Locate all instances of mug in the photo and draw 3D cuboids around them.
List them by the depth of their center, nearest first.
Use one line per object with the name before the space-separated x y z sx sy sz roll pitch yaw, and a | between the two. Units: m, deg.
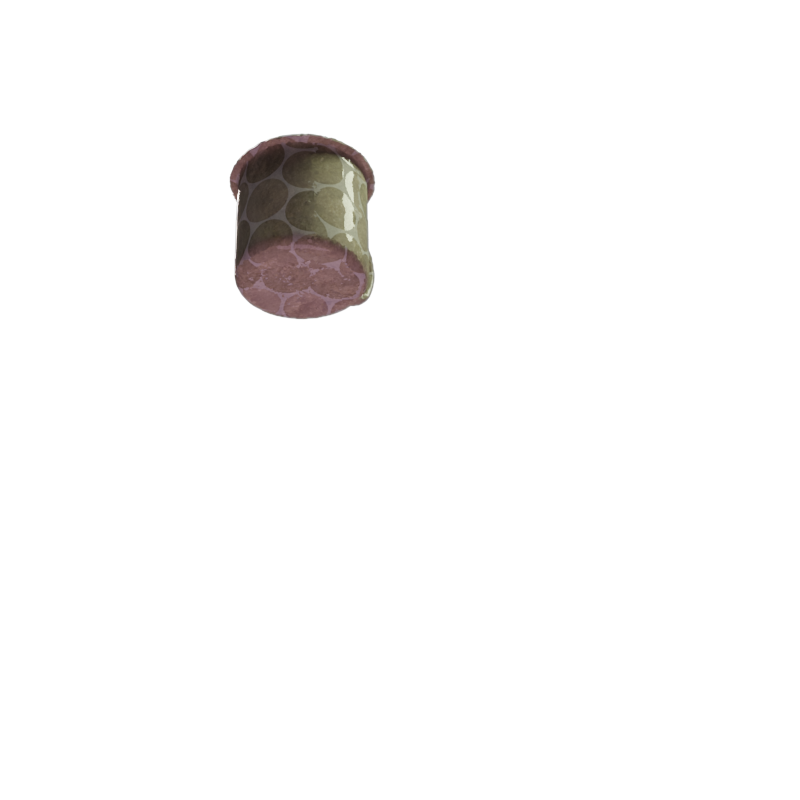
mug | -0.054 -0.099 0.695 0.094 0.087 0.108 -21 -38 27
